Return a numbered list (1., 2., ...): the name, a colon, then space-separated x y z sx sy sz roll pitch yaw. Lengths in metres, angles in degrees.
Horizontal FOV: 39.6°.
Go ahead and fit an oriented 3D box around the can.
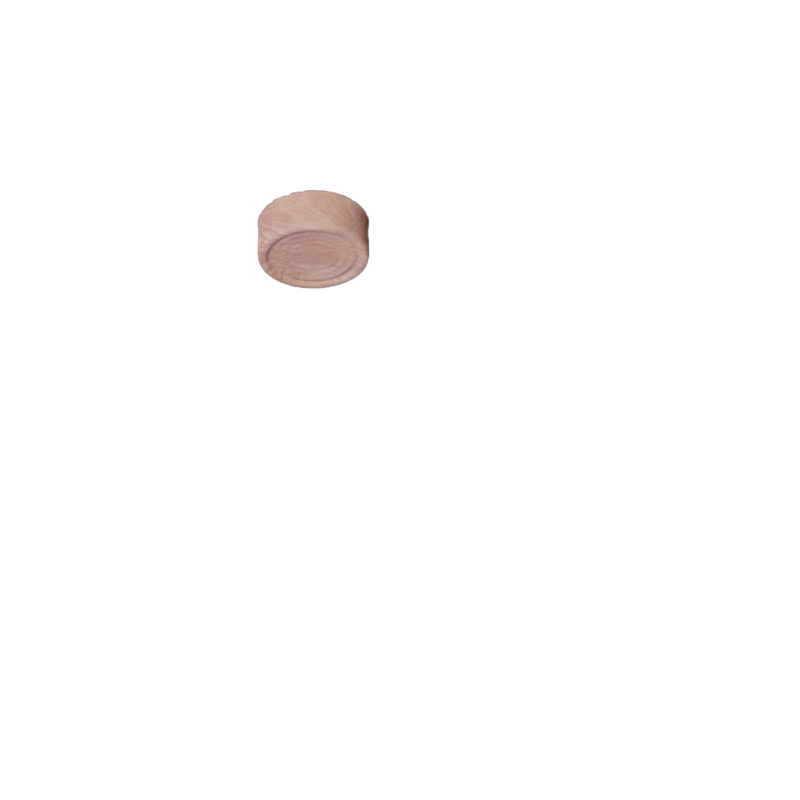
1. can: -0.066 -0.120 0.840 0.086 0.036 0.081 1 -30 -2
